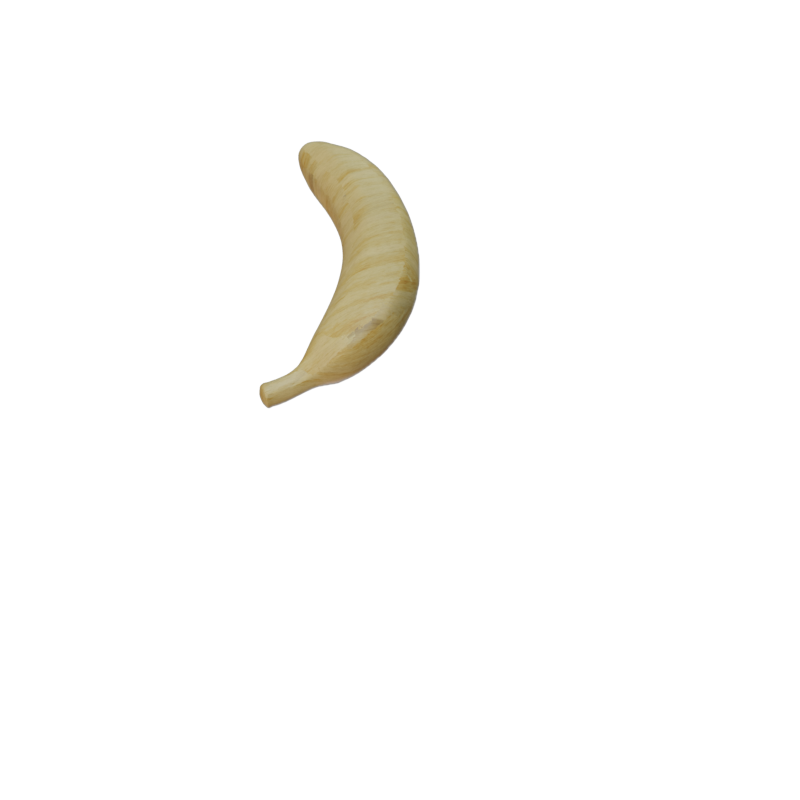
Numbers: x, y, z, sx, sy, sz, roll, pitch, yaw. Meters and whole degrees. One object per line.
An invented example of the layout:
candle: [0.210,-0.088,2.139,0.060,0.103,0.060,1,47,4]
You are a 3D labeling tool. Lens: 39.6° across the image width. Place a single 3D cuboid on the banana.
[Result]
banana: [-0.025,-0.075,0.549,0.070,0.034,0.211,2,42,1]
